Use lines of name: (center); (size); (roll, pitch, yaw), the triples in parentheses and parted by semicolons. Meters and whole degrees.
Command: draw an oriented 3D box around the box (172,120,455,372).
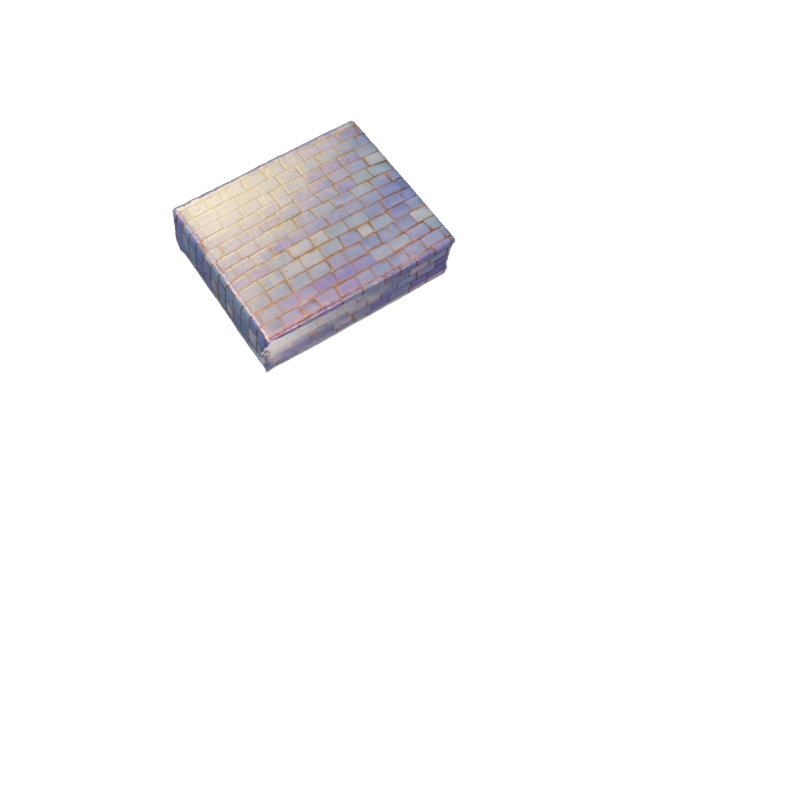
box: (-0.044, -0.080, 0.559); (0.113, 0.096, 0.036); (-31, -25, -17)
